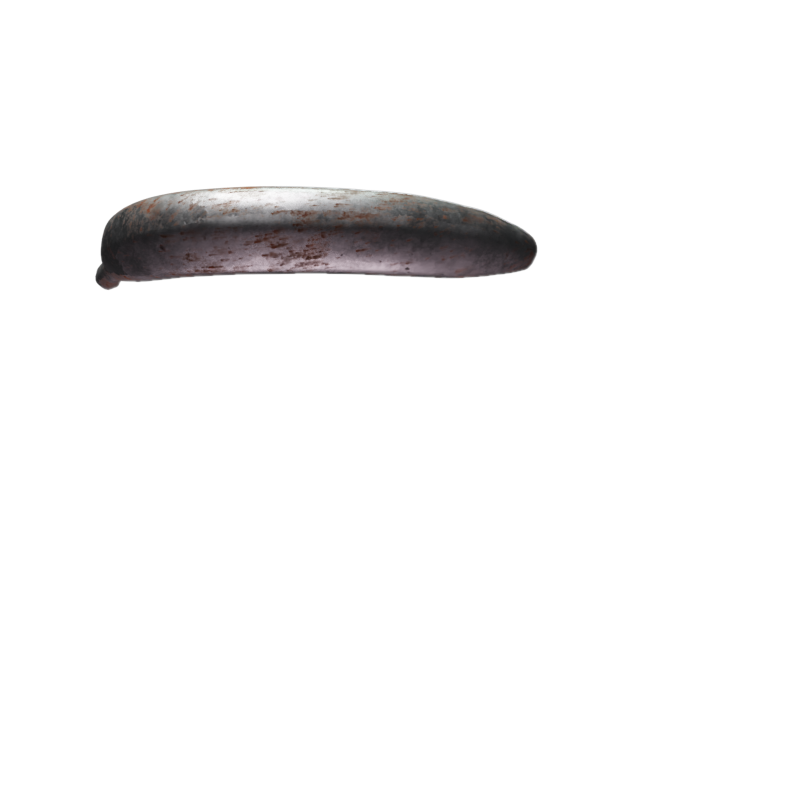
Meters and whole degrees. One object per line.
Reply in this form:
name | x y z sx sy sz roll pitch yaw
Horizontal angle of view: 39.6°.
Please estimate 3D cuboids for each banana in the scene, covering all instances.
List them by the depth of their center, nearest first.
banana | -0.043 -0.068 0.463 0.200 0.037 0.068 0 -1 9
